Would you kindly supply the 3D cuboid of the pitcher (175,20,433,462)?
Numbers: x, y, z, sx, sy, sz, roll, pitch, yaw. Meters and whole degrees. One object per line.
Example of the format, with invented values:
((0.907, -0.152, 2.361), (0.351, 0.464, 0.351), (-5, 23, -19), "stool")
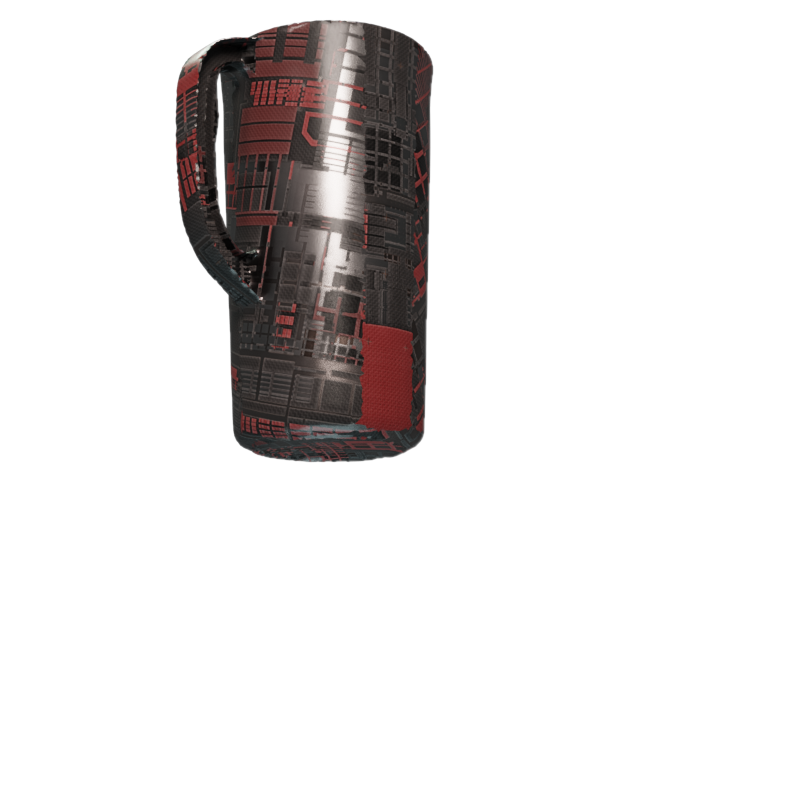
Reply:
((-0.051, -0.093, 0.653), (0.149, 0.254, 0.139), (-1, -17, 0), "pitcher")
